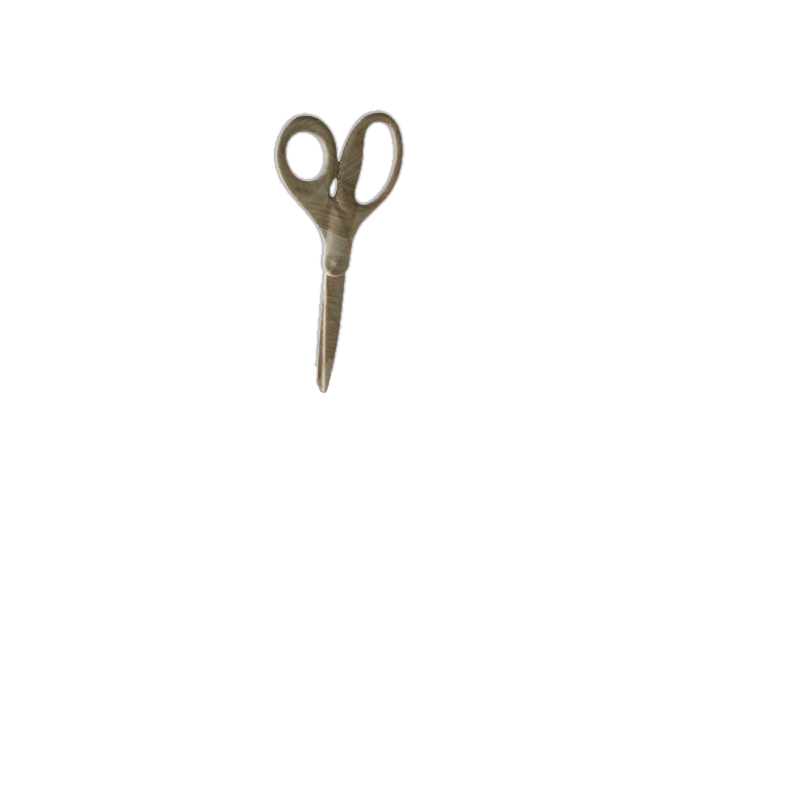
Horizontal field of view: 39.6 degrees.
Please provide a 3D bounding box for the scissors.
[{"bbox_3d":[-0.061,-0.110,0.773,0.095,0.198,0.016,22,11,-4],"label":"scissors"}]
